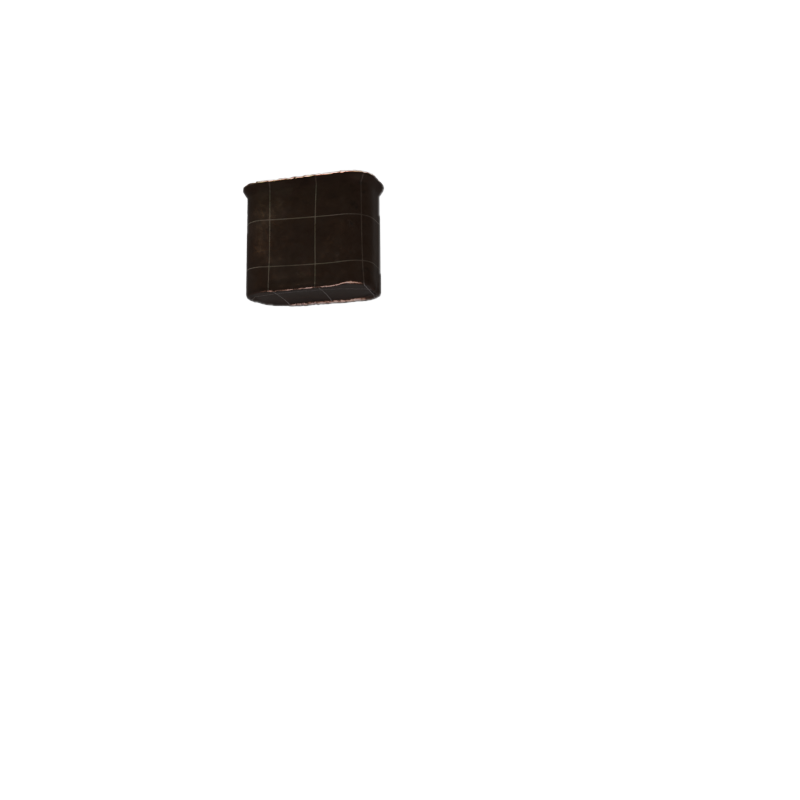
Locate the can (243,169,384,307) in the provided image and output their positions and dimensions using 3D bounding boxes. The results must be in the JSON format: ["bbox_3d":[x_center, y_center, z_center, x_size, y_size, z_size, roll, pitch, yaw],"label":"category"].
[{"bbox_3d":[-0.063,-0.115,0.809,0.104,0.087,0.054,-4,-14,18],"label":"can"}]
